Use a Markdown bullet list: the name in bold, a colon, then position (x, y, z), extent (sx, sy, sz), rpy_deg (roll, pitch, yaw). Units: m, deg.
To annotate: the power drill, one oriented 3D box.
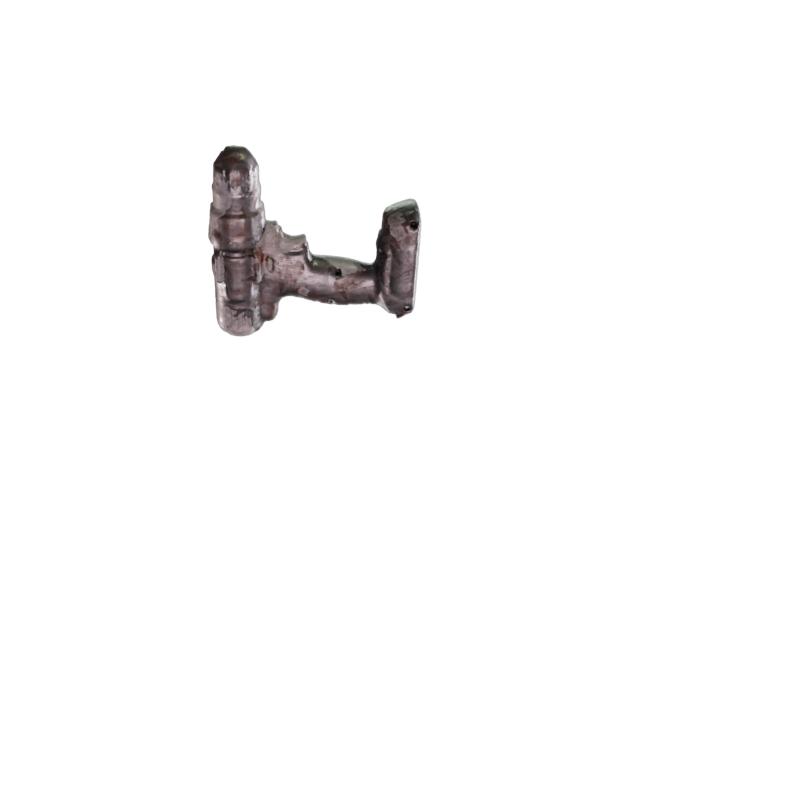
- **power drill**: position (-0.078, -0.142, 0.994), extent (0.187, 0.173, 0.061), rpy_deg (1, 32, -1)
